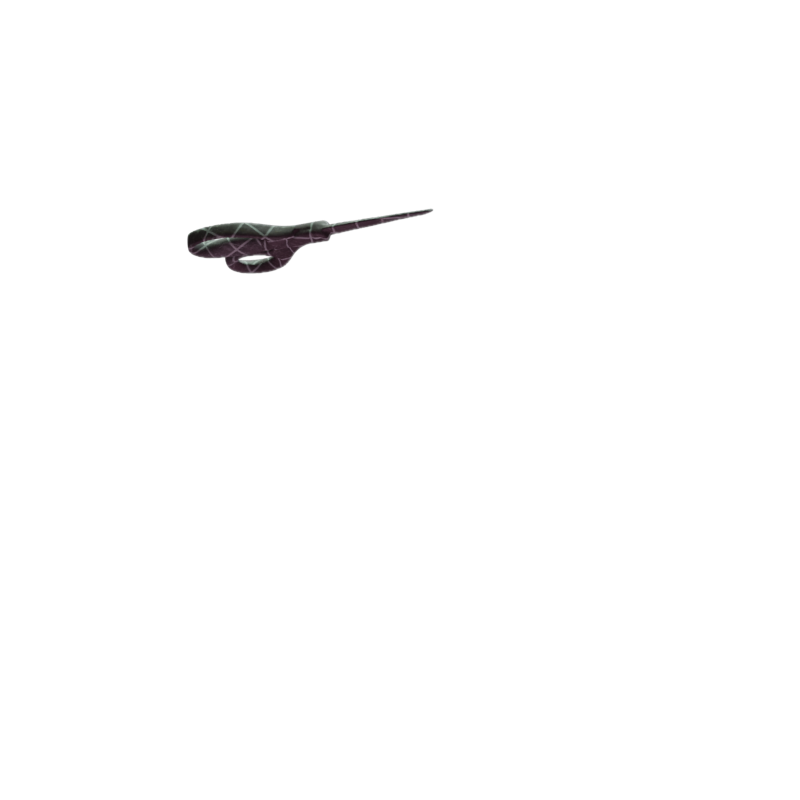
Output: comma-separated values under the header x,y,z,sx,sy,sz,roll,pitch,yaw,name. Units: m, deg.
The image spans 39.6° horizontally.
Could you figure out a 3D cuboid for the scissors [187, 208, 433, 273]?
x,y,z,sx,sy,sz,roll,pitch,yaw,name
-0.070,-0.128,0.895,0.204,0.016,0.091,-2,-14,10,scissors
